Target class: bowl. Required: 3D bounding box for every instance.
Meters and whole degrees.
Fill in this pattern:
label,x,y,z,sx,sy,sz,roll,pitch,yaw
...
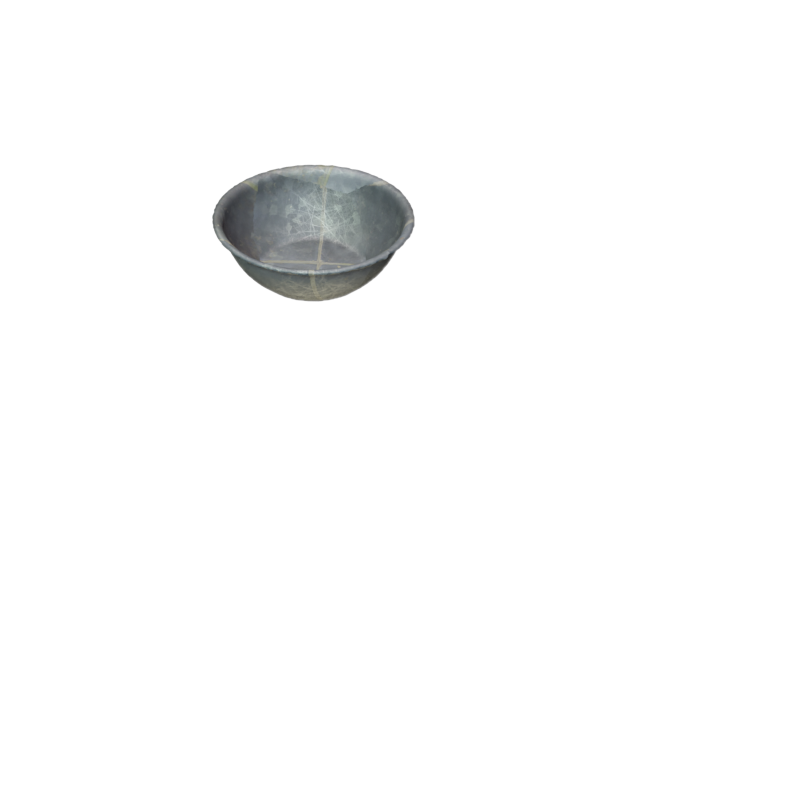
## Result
label,x,y,z,sx,sy,sz,roll,pitch,yaw
bowl,-0.070,-0.128,0.898,0.162,0.051,0.174,-1,39,-2
